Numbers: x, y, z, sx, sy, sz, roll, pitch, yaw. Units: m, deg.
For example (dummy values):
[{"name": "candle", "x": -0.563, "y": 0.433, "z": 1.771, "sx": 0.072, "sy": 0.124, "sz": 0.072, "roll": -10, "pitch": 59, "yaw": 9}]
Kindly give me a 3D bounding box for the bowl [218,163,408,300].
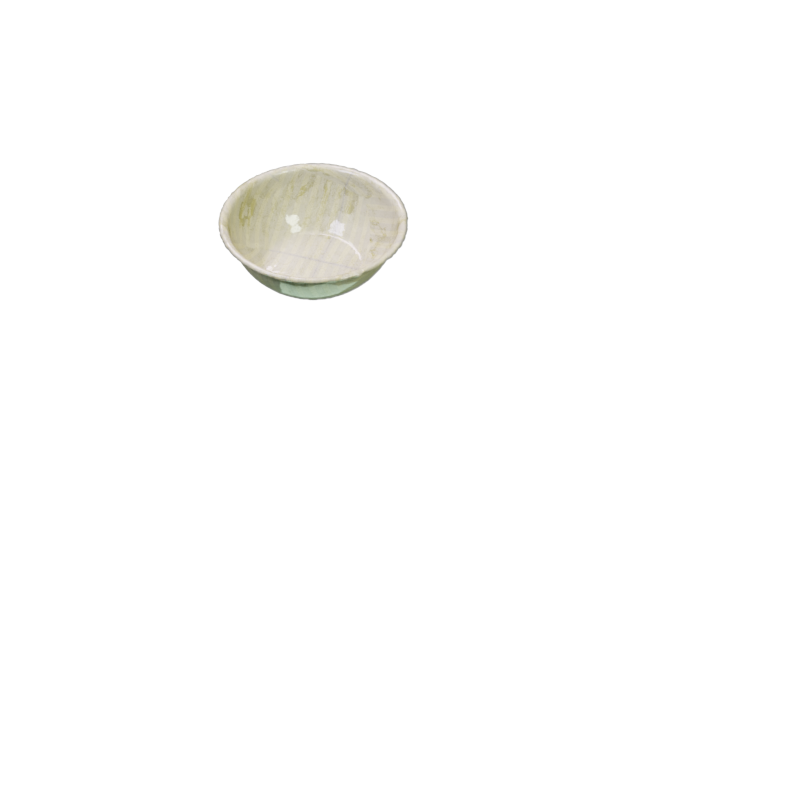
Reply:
[{"name": "bowl", "x": -0.075, "y": -0.137, "z": 0.958, "sx": 0.162, "sy": 0.051, "sz": 0.174, "roll": -1, "pitch": 44, "yaw": -1}]
